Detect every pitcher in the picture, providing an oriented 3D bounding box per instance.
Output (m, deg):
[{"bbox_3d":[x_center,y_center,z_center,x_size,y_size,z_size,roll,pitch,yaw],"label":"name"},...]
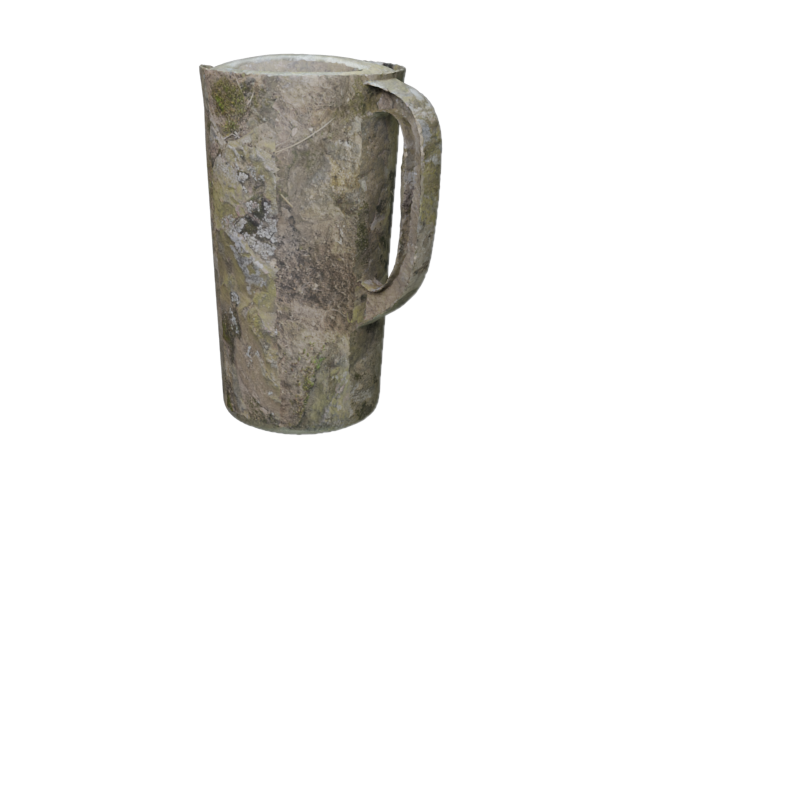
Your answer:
[{"bbox_3d":[-0.057,-0.104,0.730,0.144,0.235,0.156,-1,16,-6],"label":"pitcher"}]
